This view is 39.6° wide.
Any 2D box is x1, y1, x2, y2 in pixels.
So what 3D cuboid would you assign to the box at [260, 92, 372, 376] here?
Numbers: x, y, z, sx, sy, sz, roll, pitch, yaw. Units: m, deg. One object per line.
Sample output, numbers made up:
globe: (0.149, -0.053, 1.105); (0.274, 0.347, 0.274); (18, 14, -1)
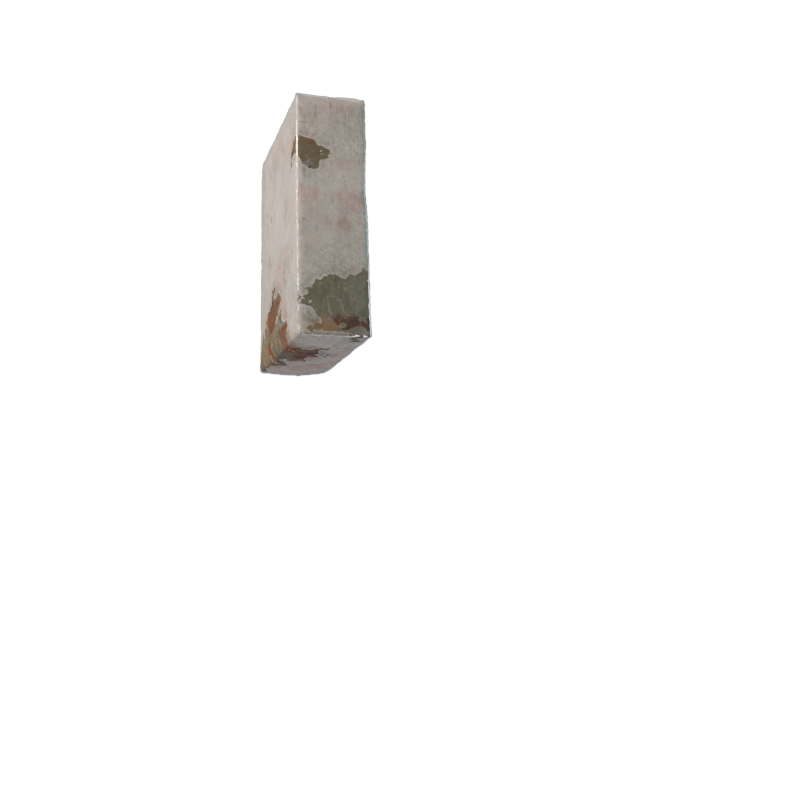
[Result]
box: (-0.078, -0.142, 0.991); (0.070, 0.223, 0.161); (4, -16, -16)
